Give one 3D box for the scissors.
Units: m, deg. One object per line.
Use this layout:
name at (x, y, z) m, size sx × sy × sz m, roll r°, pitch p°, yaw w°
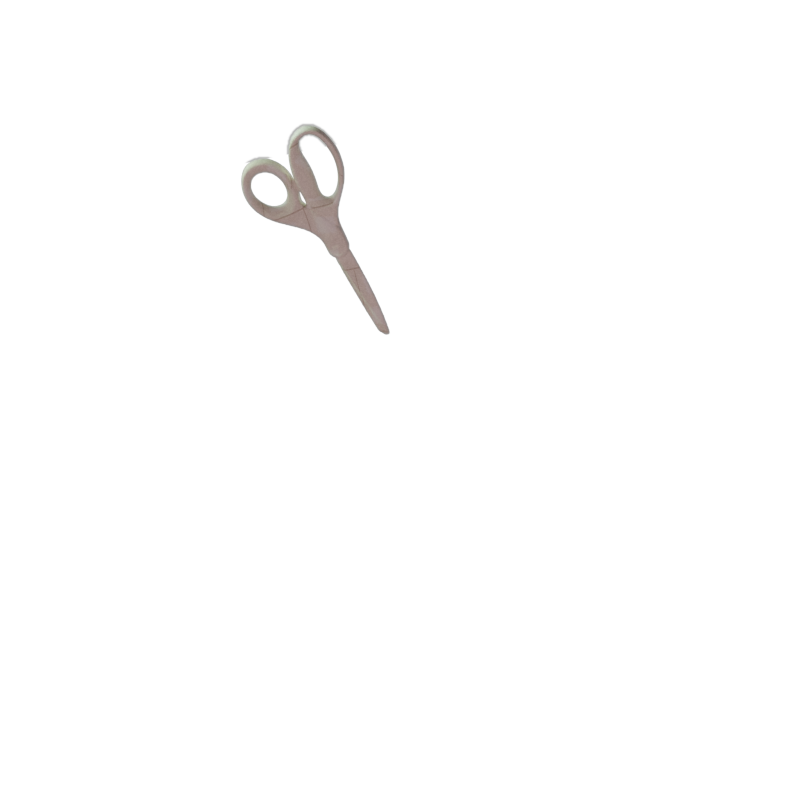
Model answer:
scissors at (-0.074, -0.135, 0.947) m, size 0.096 × 0.191 × 0.017 m, roll -10°, pitch 23°, yaw 4°
